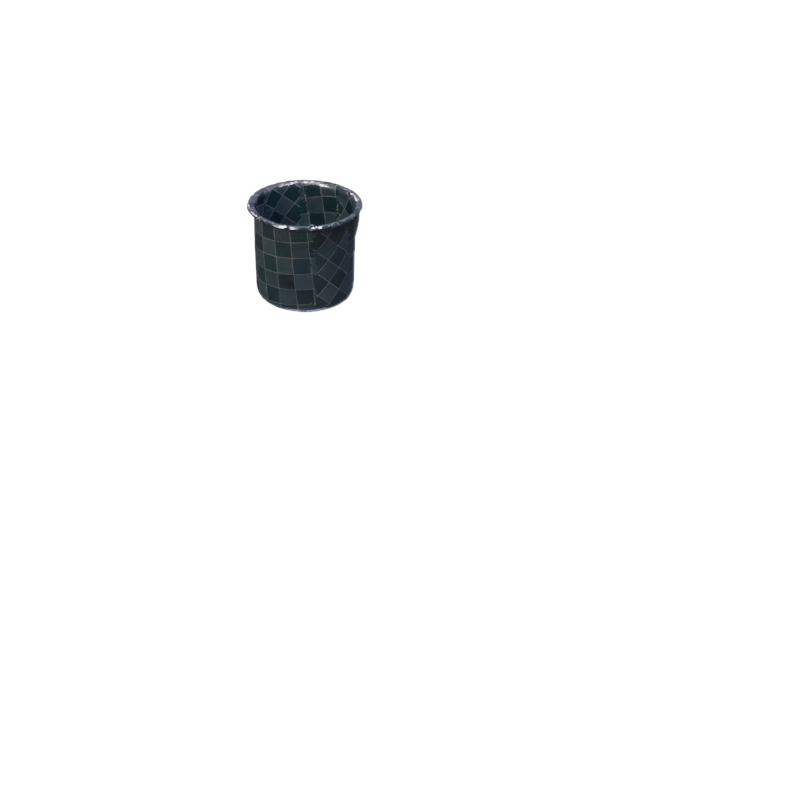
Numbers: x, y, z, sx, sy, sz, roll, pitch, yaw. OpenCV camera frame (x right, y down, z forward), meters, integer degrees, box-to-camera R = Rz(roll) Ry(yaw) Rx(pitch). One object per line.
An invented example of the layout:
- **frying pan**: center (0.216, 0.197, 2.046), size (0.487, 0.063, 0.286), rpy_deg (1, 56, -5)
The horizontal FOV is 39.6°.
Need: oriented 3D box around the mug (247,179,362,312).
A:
- **mug**: center (-0.072, -0.131, 0.919), size (0.098, 0.077, 0.118), rpy_deg (19, 36, 26)
